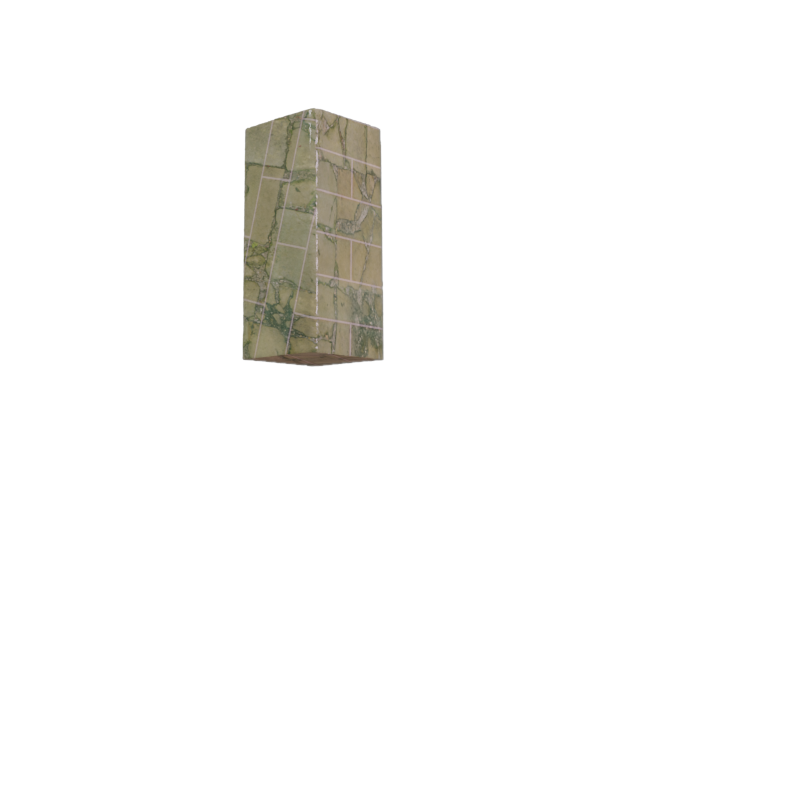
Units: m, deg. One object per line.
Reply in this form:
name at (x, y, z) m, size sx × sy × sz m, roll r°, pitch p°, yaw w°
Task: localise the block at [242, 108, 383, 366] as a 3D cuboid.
block at (-0.075, -0.138, 0.967) m, size 0.092 × 0.212 × 0.086 m, roll -10°, pitch -14°, yaw 41°
